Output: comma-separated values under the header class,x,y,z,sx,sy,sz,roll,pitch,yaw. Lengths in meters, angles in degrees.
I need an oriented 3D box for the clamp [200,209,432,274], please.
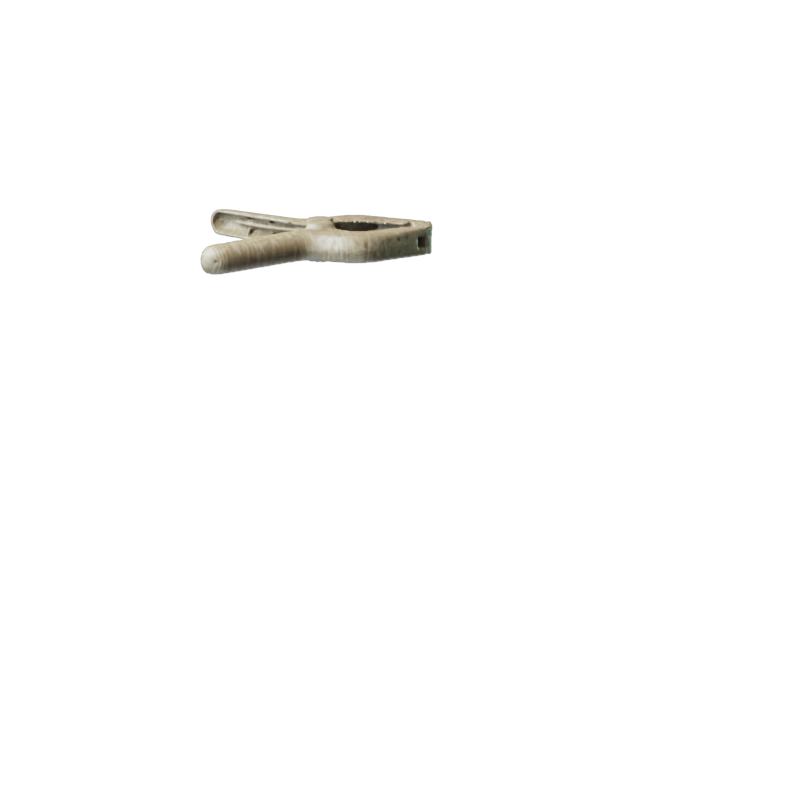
class,x,y,z,sx,sy,sz,roll,pitch,yaw
clamp,-0.077,-0.140,0.984,0.211,0.035,0.171,1,22,3
